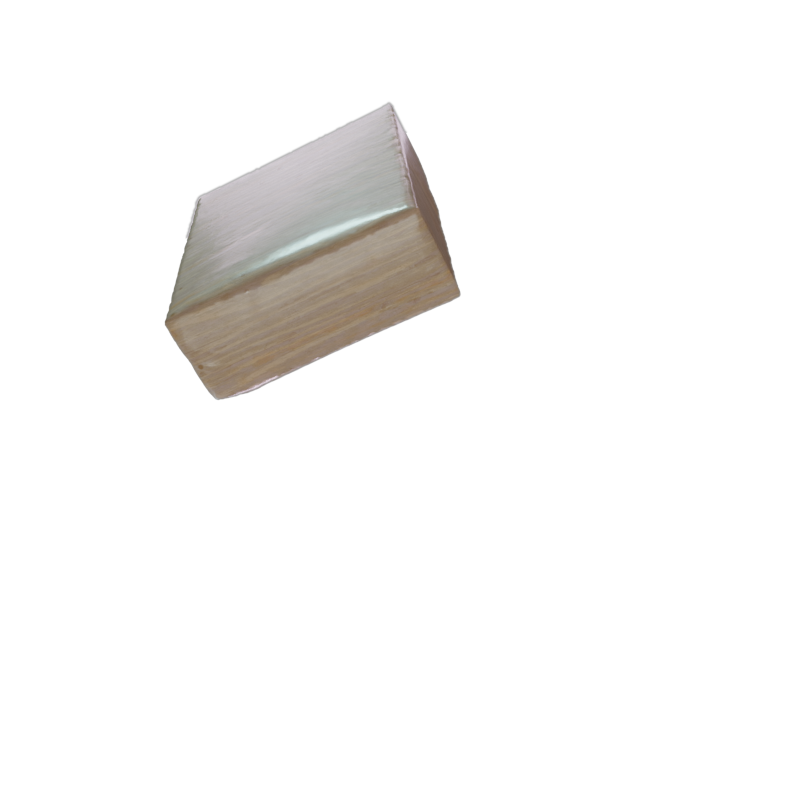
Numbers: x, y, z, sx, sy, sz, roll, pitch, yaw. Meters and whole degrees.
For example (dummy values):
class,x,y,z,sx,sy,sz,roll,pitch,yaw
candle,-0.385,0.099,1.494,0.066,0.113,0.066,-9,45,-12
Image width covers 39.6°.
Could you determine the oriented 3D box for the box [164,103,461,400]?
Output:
class,x,y,z,sx,sy,sz,roll,pitch,yaw
box,-0.057,-0.105,0.733,0.164,0.068,0.226,-24,27,9
